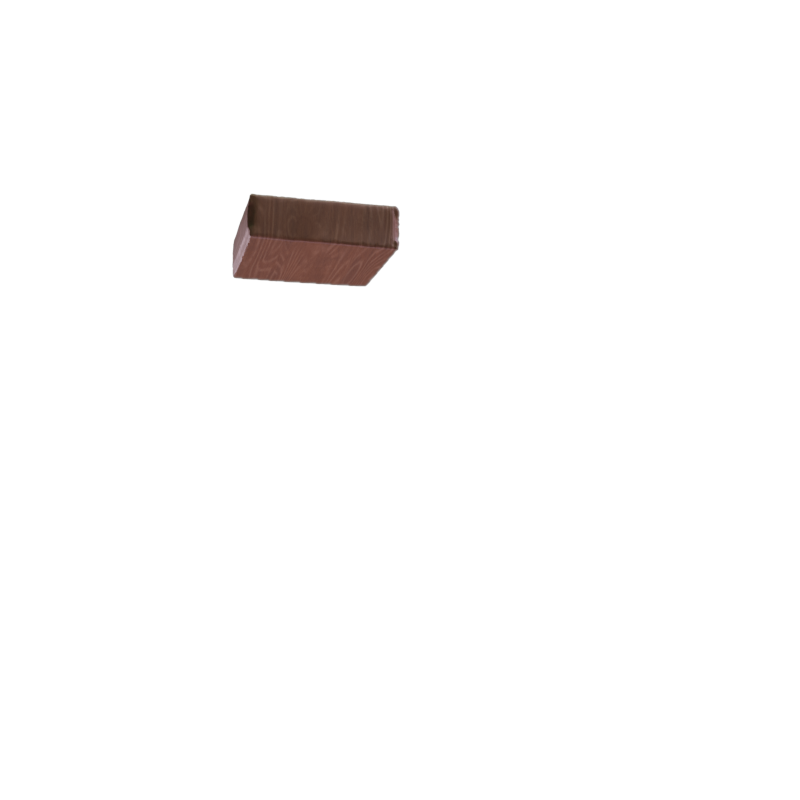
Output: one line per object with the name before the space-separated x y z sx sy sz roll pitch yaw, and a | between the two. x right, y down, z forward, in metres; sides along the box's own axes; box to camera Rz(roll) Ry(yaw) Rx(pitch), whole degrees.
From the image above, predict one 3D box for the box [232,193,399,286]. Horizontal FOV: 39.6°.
box | -0.052 -0.095 0.662 0.088 0.031 0.071 3 -14 -12
